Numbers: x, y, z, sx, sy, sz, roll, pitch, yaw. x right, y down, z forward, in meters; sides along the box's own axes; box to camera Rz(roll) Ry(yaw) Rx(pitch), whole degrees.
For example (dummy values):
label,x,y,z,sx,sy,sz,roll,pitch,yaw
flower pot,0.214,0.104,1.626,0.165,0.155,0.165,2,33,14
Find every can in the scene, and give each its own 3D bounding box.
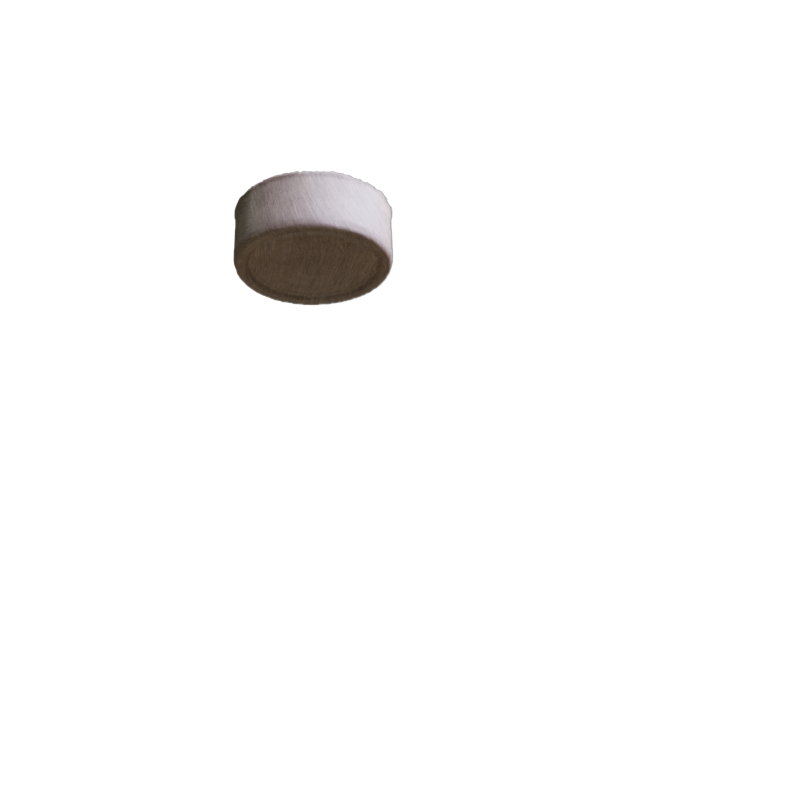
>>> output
label,x,y,z,sx,sy,sz,roll,pitch,yaw
can,-0.046,-0.085,0.593,0.086,0.036,0.081,1,-26,-2
